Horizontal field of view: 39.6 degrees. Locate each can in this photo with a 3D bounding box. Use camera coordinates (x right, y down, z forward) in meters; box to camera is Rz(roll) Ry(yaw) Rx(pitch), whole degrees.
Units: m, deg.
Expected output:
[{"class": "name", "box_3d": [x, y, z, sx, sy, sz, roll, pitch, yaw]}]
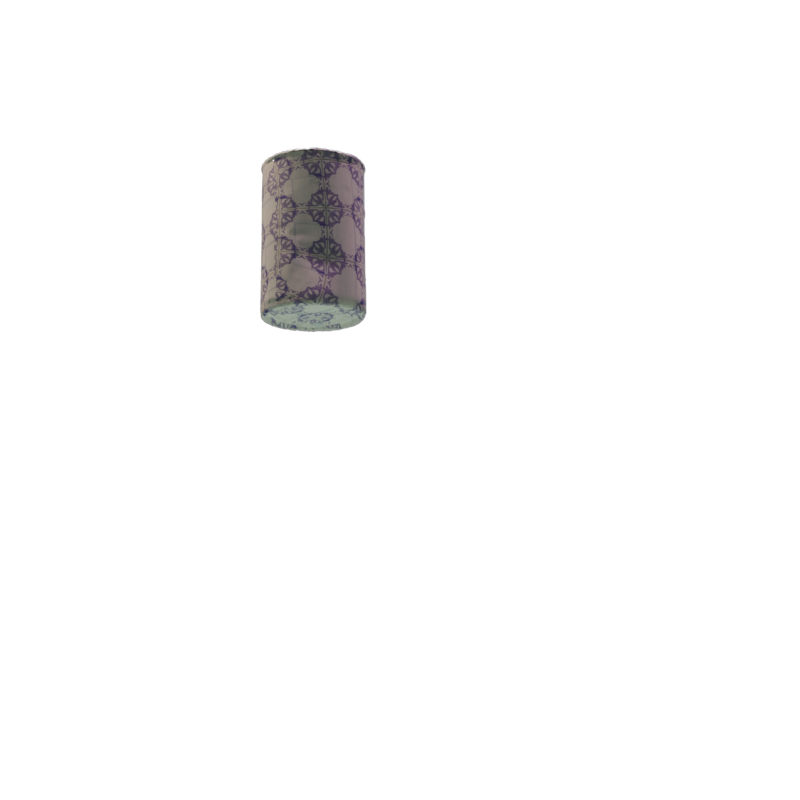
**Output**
[{"class": "can", "box_3d": [-0.055, -0.101, 0.707, 0.068, 0.107, 0.066, 0, -17, -2]}]
